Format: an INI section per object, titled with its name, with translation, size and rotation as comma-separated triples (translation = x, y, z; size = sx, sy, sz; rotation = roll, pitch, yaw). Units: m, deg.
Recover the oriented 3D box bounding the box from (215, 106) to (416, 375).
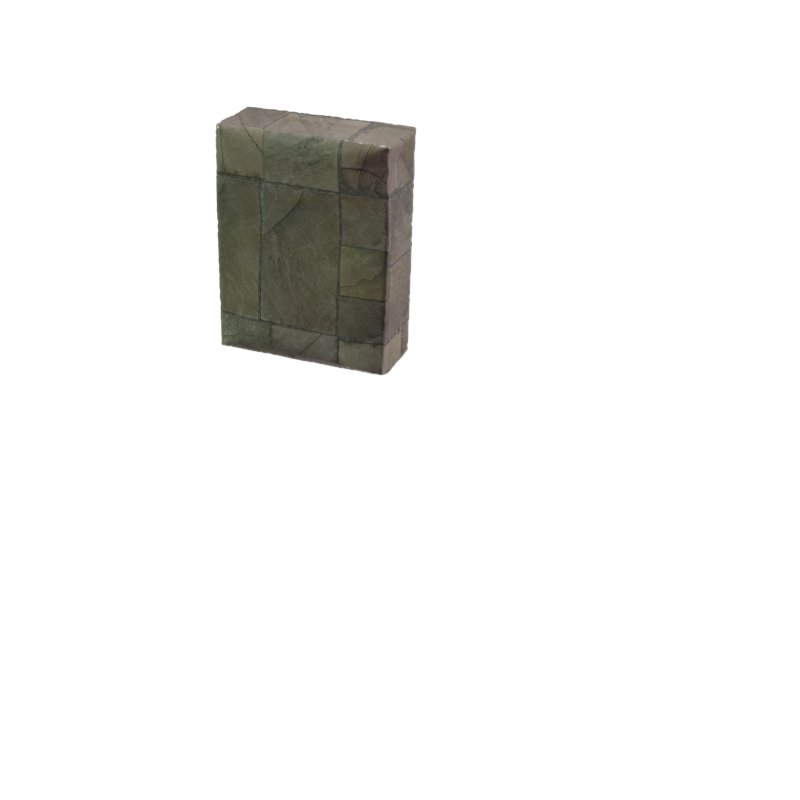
[box]
translation = -0.076, -0.139, 0.977
size = 0.170, 0.203, 0.073
rotation = 12, 26, 21
